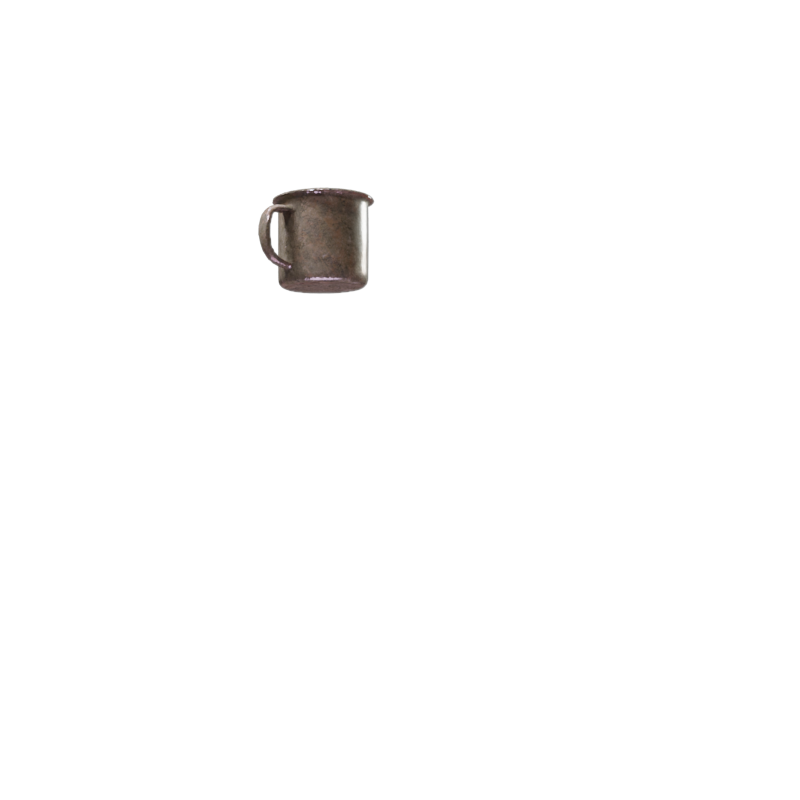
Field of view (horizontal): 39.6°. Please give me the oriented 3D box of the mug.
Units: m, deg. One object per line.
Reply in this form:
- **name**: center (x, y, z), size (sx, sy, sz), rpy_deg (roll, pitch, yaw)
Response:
- **mug**: center (-0.078, -0.143, 0.999), size (0.111, 0.084, 0.096), rpy_deg (6, -10, -44)
